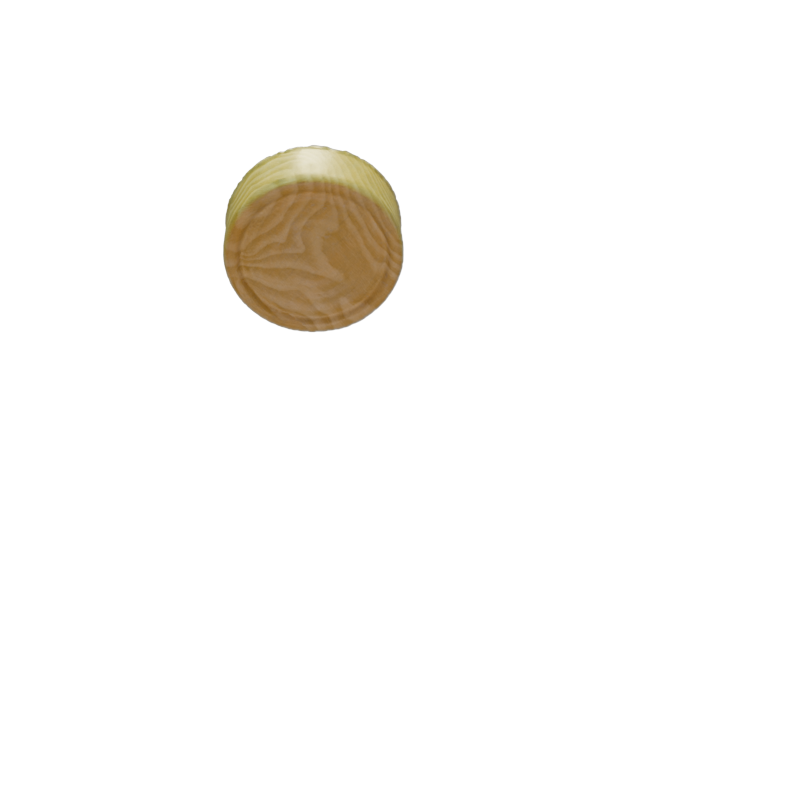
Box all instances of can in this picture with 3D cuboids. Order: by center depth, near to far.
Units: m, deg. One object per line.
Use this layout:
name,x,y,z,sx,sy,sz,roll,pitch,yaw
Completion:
can,-0.041,-0.075,0.527,0.086,0.081,0.036,1,33,-1
